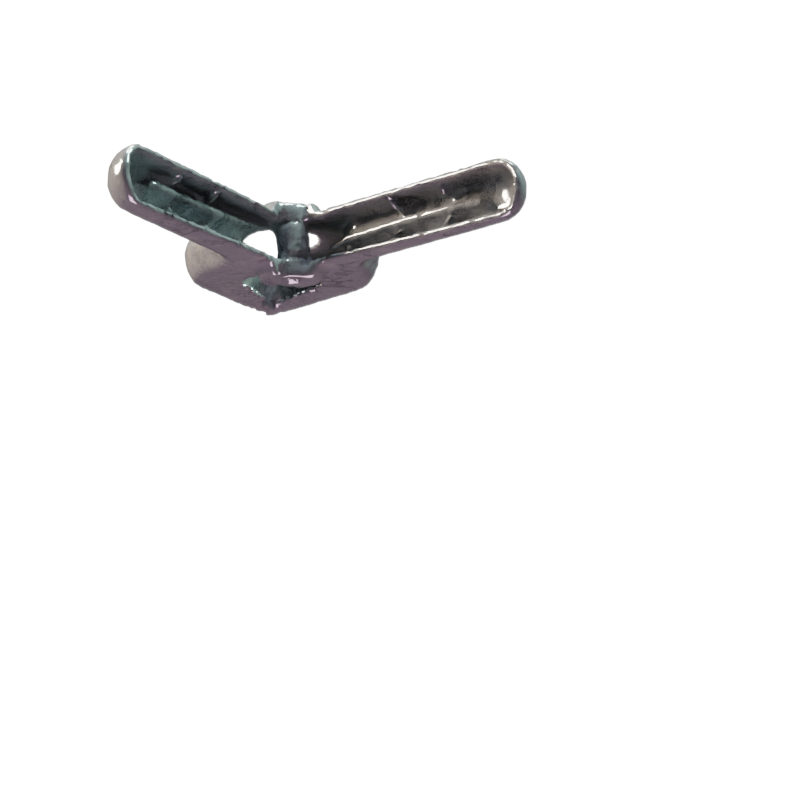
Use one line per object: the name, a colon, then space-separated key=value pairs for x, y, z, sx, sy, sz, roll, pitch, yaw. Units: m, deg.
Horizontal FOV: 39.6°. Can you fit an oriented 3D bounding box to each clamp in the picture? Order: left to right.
clamp: x=-0.040 y=-0.073 z=0.514 sx=0.164 sy=0.037 sz=0.205 roll=1 pitch=-8 yaw=-5
